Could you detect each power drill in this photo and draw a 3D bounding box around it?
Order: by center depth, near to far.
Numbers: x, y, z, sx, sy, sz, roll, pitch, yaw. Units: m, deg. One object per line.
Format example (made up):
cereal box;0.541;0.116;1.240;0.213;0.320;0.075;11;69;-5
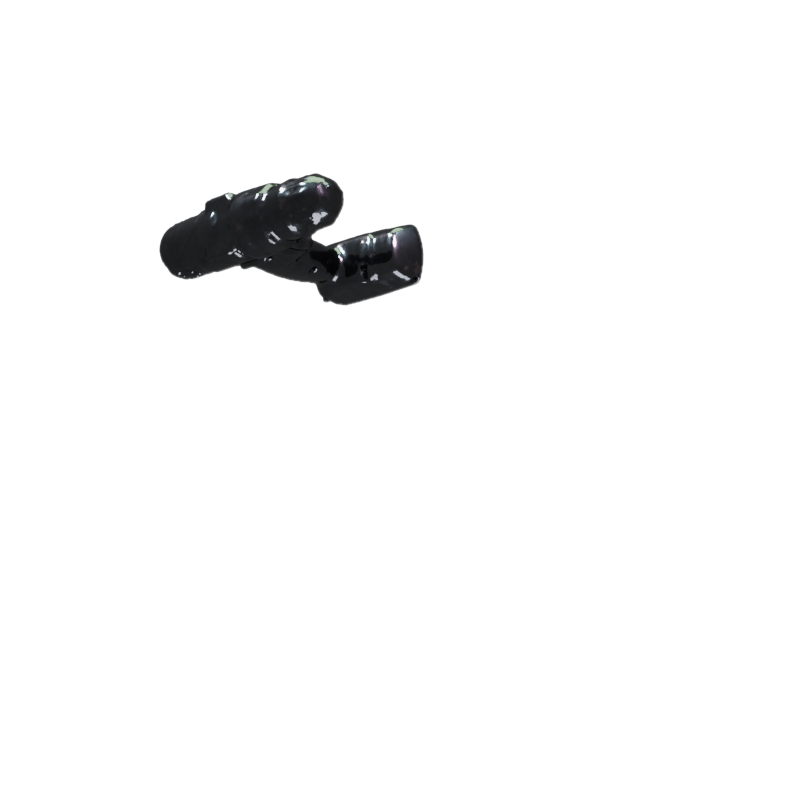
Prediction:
power drill;-0.069;-0.125;0.878;0.188;0.059;0.178;-9;-14;43
